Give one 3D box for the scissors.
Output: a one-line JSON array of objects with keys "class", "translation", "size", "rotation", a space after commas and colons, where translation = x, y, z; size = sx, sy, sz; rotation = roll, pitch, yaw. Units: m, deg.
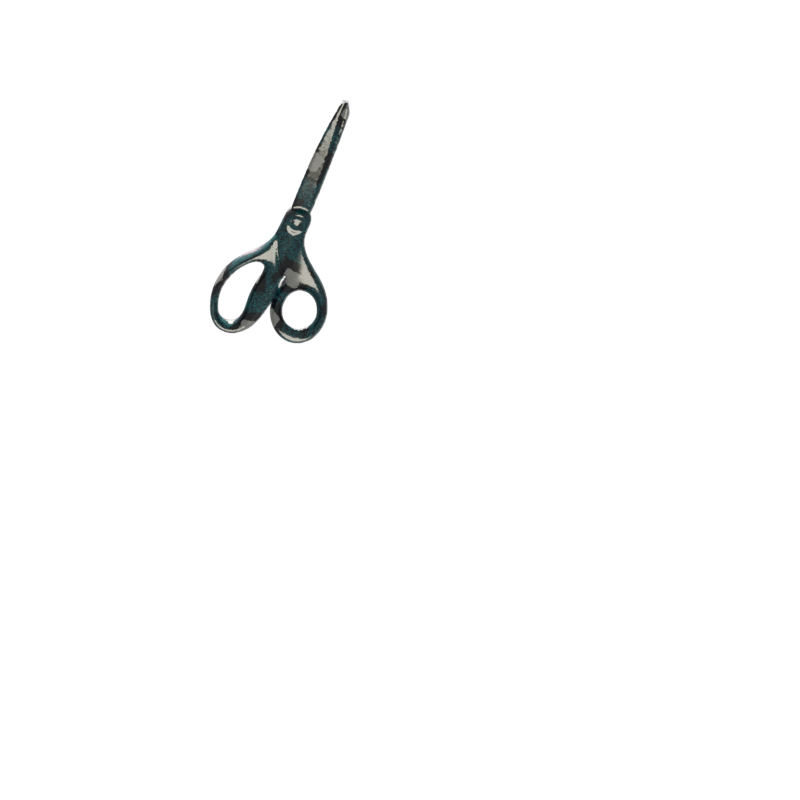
[{"class": "scissors", "translation": [-0.063, -0.115, 0.805], "size": [0.092, 0.198, 0.017], "rotation": [34, 25, -19]}]
